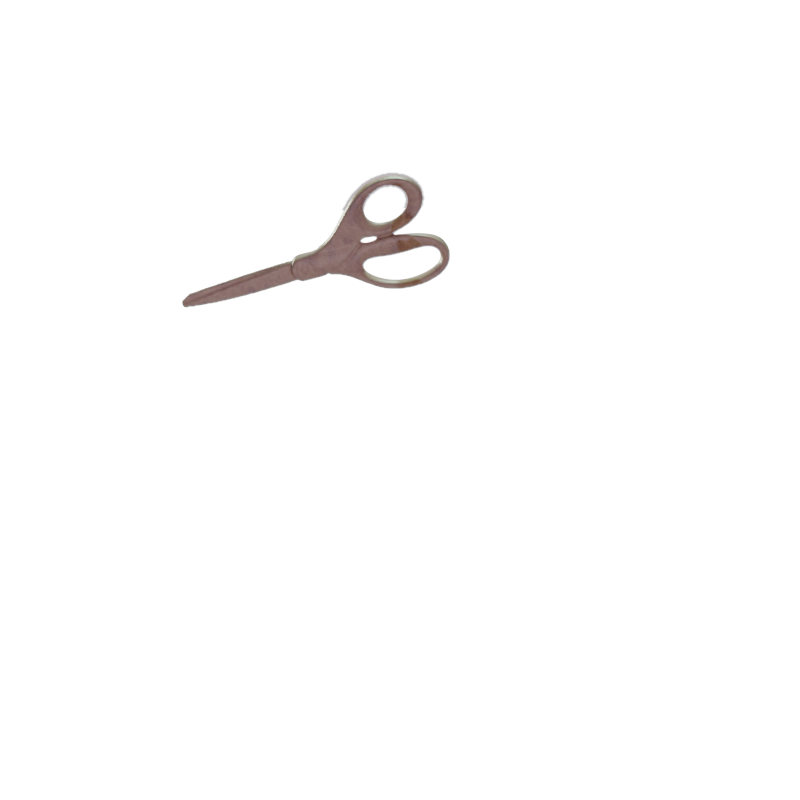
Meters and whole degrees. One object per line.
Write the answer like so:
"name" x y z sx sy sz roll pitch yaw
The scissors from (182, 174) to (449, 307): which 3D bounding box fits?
"scissors" -0.064 -0.117 0.821 0.202 0.092 0.016 -2 19 1
